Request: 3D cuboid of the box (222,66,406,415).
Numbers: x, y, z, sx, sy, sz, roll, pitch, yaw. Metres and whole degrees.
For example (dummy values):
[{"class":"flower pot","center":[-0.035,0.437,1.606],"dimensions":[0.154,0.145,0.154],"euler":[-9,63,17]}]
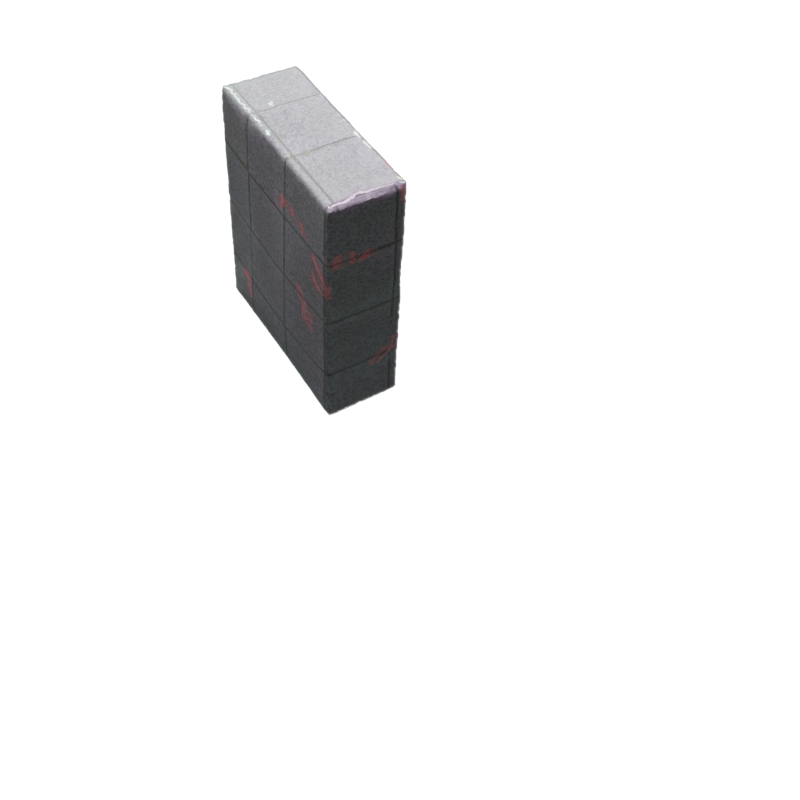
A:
[{"class":"box","center":[-0.066,-0.121,0.846],"dimensions":[0.071,0.199,0.177],"euler":[-21,51,-22]}]
